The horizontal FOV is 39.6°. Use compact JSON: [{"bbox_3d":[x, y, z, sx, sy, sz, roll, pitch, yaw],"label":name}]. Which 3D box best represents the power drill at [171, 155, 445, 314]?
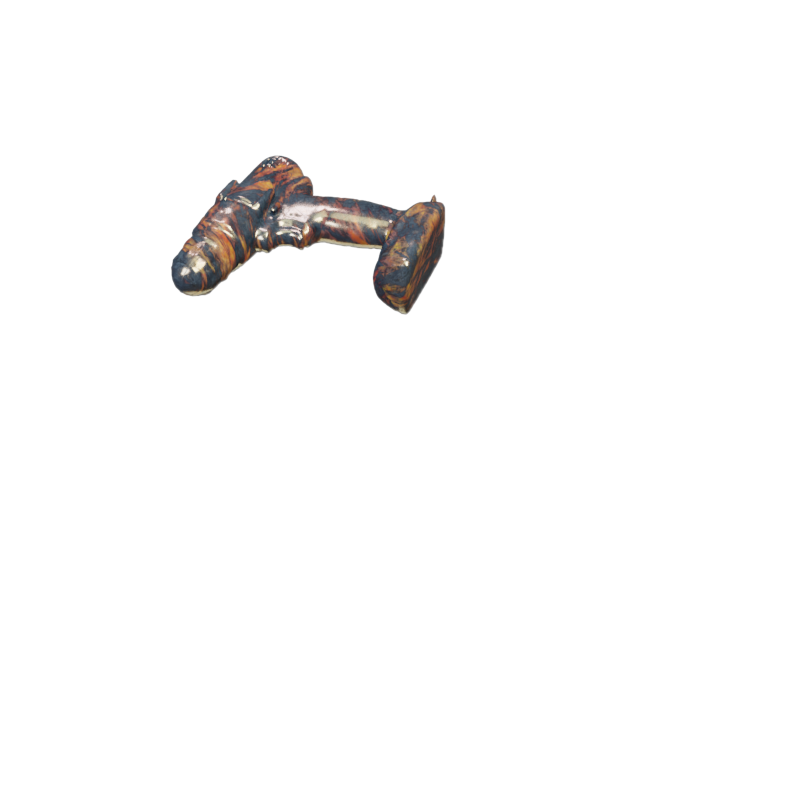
[{"bbox_3d":[-0.070,-0.127,0.891,0.194,0.053,0.191,15,43,16],"label":"power drill"}]
